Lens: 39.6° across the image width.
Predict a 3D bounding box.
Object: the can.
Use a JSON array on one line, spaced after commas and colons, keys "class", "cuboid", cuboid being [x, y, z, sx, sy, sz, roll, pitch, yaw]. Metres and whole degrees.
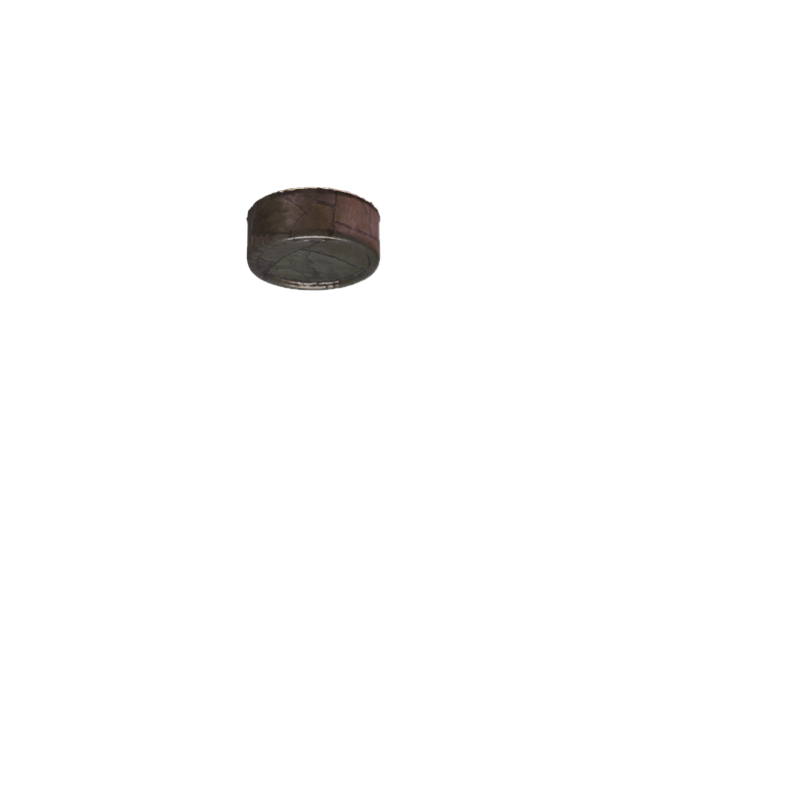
[{"class": "can", "cuboid": [-0.055, -0.100, 0.703, 0.086, 0.035, 0.082, 0, -20, -2]}]
